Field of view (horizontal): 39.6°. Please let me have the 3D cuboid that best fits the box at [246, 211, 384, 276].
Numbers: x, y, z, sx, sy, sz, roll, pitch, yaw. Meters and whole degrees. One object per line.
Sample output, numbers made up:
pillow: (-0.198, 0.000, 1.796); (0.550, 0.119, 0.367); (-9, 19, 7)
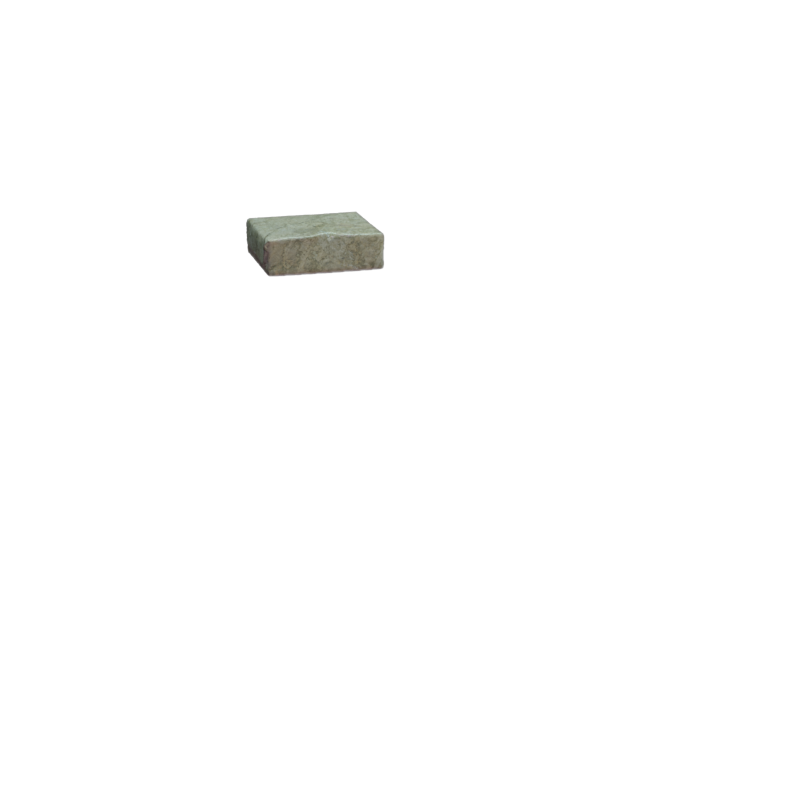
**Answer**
box: (-0.064, -0.117, 0.817); (0.088, 0.029, 0.077); (-5, 21, -14)
